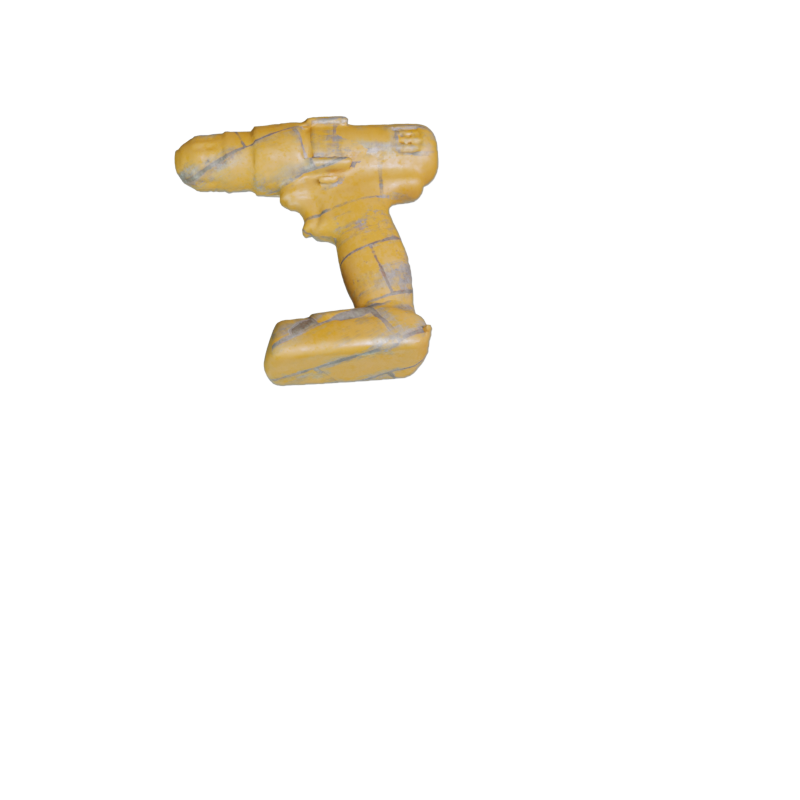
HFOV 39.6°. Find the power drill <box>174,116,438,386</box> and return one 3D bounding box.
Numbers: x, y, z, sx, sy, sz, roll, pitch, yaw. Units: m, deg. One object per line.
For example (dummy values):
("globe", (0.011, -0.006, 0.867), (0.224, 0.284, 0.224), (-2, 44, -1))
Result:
("power drill", (-0.058, -0.106, 0.743), (0.184, 0.199, 0.054), (-4, -27, -3))
